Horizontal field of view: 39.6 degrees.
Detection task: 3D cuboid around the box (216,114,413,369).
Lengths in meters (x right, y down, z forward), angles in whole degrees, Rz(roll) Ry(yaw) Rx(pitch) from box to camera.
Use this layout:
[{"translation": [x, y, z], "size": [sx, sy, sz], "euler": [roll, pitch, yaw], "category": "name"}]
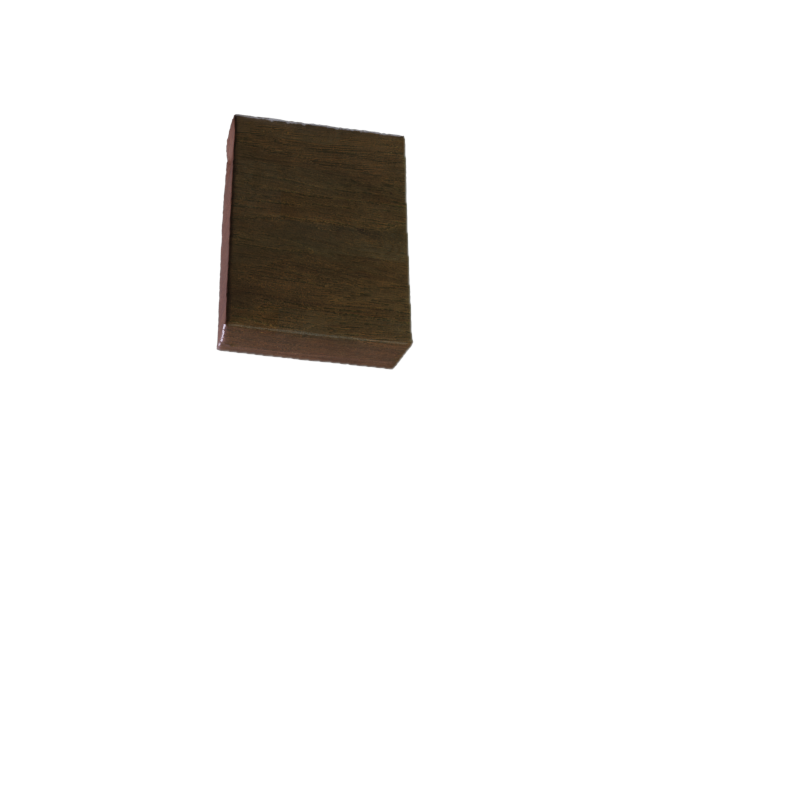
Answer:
[{"translation": [-0.078, -0.142, 0.998], "size": [0.161, 0.227, 0.069], "euler": [5, -28, -13], "category": "box"}]
